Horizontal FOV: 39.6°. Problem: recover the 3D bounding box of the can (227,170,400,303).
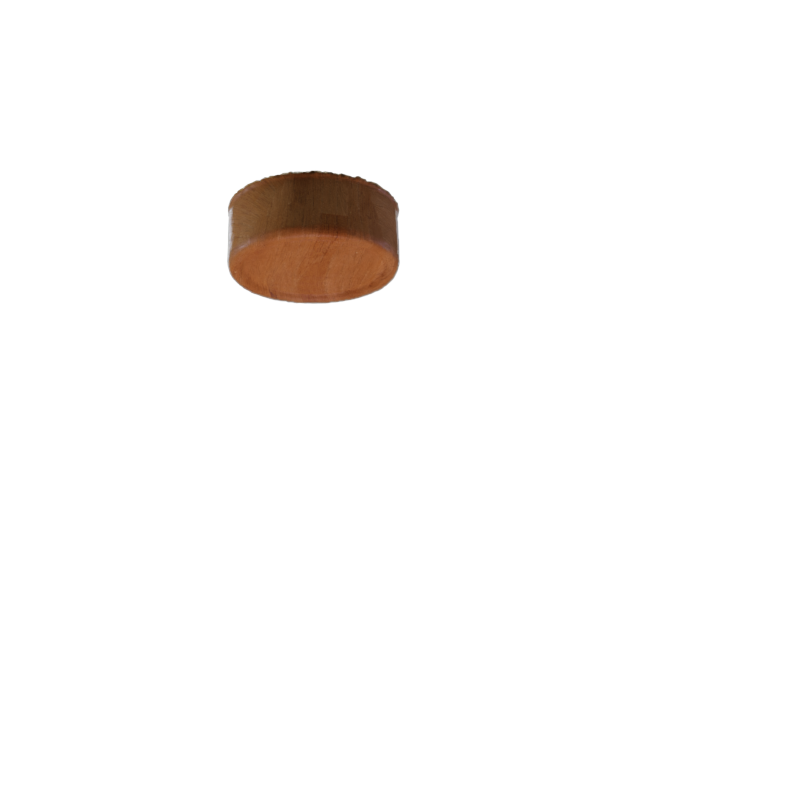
[{"bbox_3d":[-0.043,-0.078,0.548,0.086,0.035,0.082,0,-20,-2],"label":"can"}]
